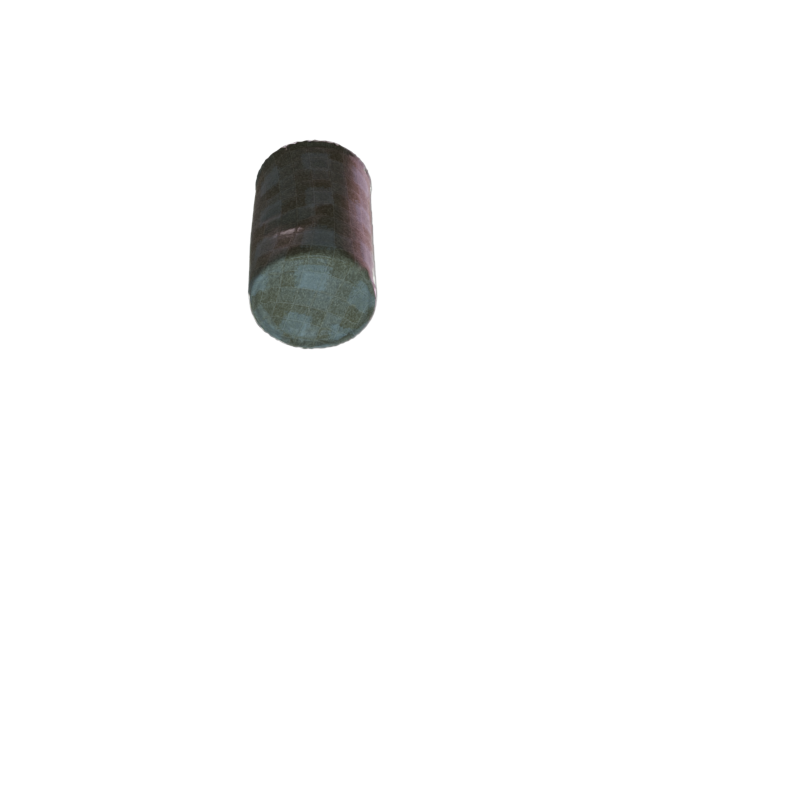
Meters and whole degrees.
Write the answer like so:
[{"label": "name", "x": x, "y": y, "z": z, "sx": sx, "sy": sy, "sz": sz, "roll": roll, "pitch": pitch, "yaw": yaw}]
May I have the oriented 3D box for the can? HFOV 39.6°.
[{"label": "can", "x": -0.047, "y": -0.086, "z": 0.604, "sx": 0.068, "sy": 0.064, "sz": 0.110, "roll": -1, "pitch": 42, "yaw": -3}]
